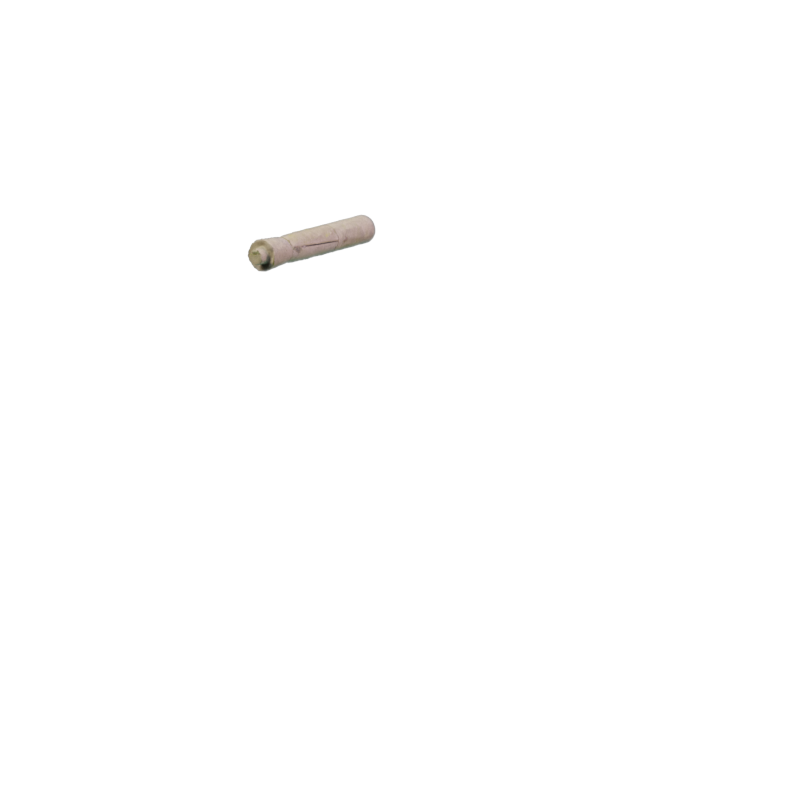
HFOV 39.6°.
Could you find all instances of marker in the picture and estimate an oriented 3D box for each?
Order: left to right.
[{"bbox_3d":[-0.053,-0.096,0.673,0.020,0.019,0.120,2,16,30],"label":"marker"}]
